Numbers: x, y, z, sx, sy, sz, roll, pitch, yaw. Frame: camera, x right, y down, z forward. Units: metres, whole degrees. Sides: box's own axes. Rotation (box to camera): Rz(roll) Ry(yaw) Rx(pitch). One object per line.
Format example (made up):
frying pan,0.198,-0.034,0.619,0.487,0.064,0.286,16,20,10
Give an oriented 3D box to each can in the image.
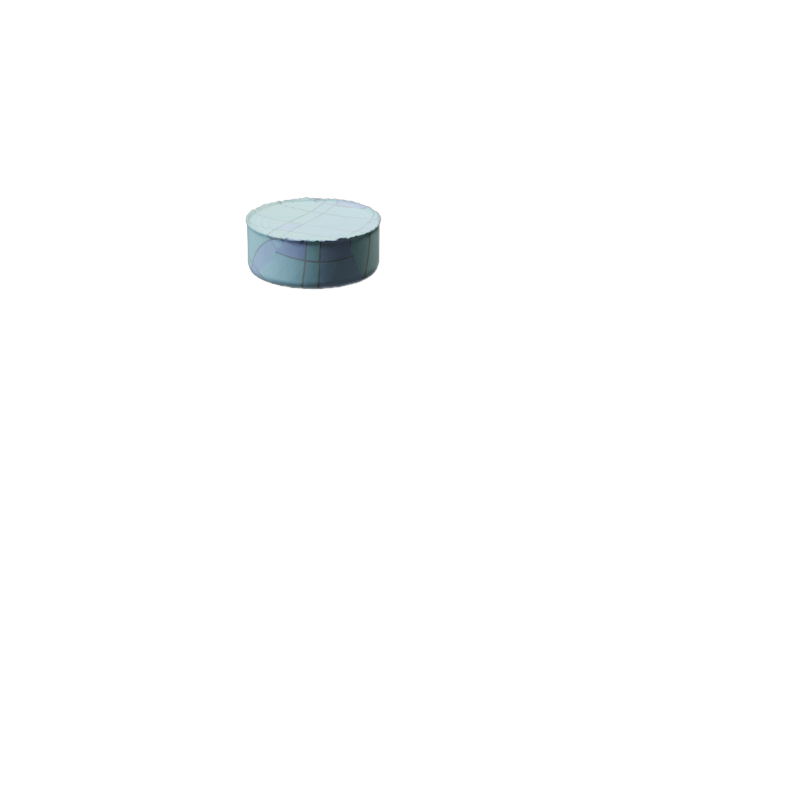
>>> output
can,-0.055,-0.101,0.707,0.086,0.032,0.090,-1,26,-2
